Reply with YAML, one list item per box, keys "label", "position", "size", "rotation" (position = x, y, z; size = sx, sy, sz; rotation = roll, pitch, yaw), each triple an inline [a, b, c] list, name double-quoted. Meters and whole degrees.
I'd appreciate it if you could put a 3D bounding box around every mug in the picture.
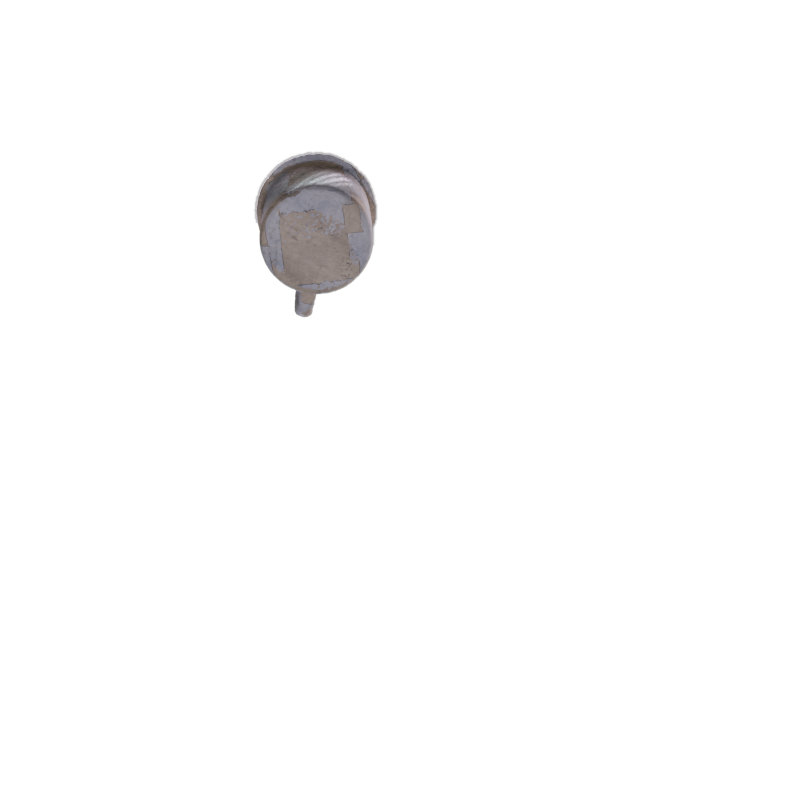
- label: "mug"
  position: [-0.064, -0.118, 0.823]
  size: [0.092, 0.113, 0.085]
  rotation: [11, 20, -6]
